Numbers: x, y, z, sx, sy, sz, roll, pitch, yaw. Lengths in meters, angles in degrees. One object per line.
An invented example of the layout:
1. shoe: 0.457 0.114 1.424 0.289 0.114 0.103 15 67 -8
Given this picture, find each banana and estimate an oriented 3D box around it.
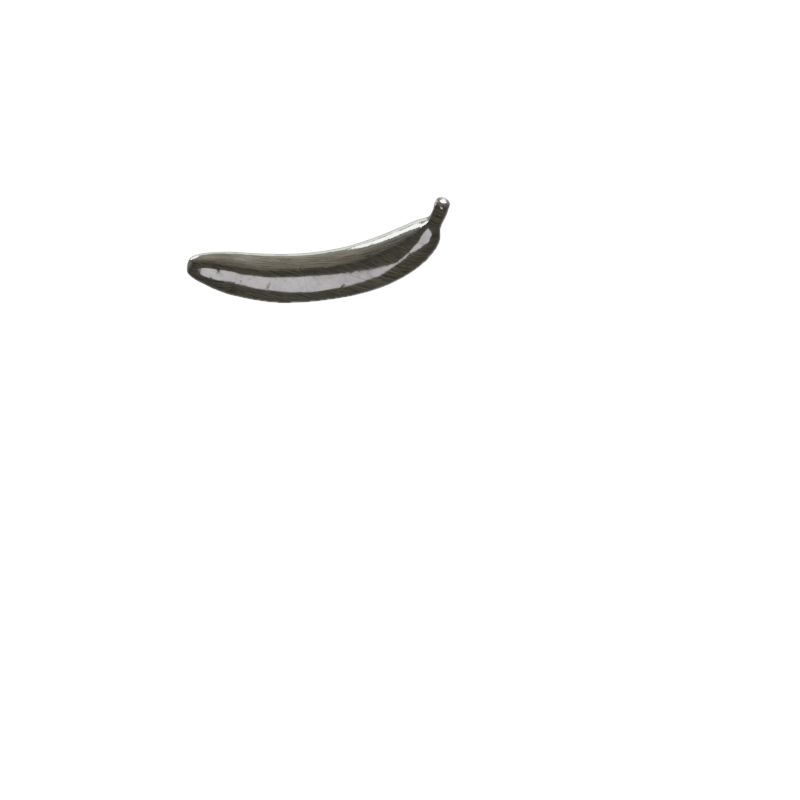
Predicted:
1. banana: -0.054 -0.103 0.814 0.199 0.064 0.039 -13 37 10
